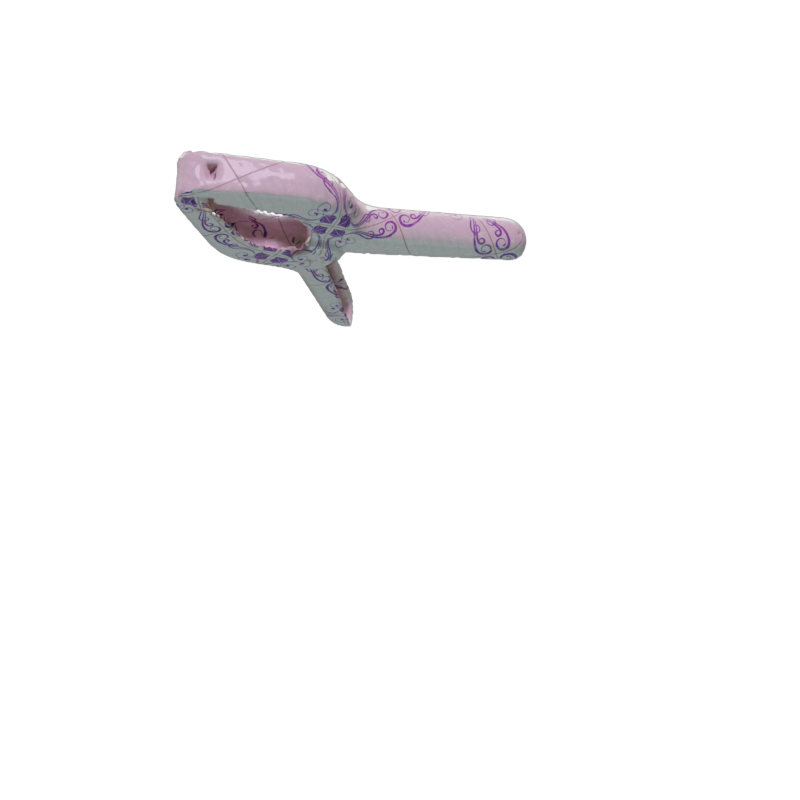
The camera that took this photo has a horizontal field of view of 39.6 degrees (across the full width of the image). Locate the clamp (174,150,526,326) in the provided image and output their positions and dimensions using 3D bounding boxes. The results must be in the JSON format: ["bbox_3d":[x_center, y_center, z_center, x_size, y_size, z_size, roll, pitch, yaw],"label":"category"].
[{"bbox_3d":[-0.053,-0.096,0.674,0.199,0.038,0.164,15,-26,-34],"label":"clamp"}]
